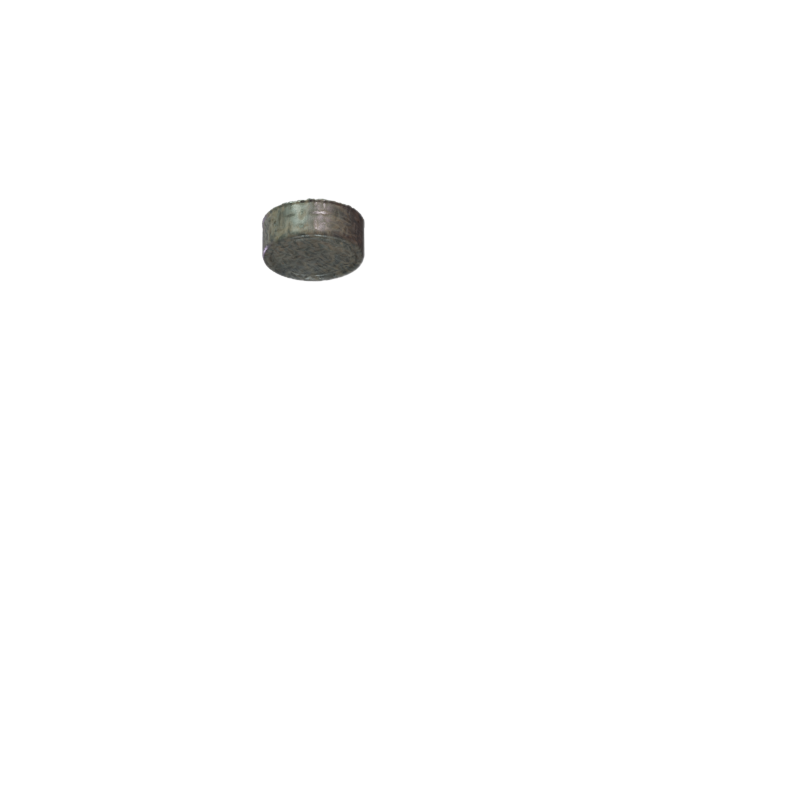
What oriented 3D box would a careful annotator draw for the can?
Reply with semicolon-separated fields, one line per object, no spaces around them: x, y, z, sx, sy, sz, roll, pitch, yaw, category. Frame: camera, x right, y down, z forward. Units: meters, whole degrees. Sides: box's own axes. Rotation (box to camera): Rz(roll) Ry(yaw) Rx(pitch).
-0.072;-0.131;0.916;0.086;0.035;0.081;1;-22;-2;can
